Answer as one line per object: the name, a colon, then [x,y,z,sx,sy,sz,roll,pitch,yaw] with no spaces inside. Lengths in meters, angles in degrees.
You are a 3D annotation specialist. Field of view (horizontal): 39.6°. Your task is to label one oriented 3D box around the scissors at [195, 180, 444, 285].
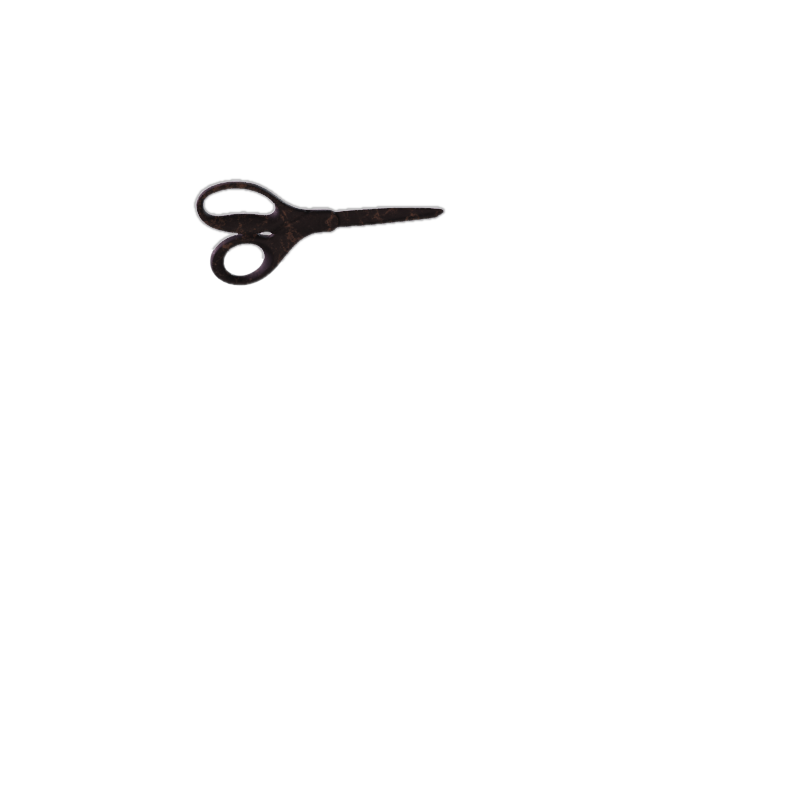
scissors: [-0.072,-0.131,0.918,0.200,0.093,0.016,11,16,-3]
